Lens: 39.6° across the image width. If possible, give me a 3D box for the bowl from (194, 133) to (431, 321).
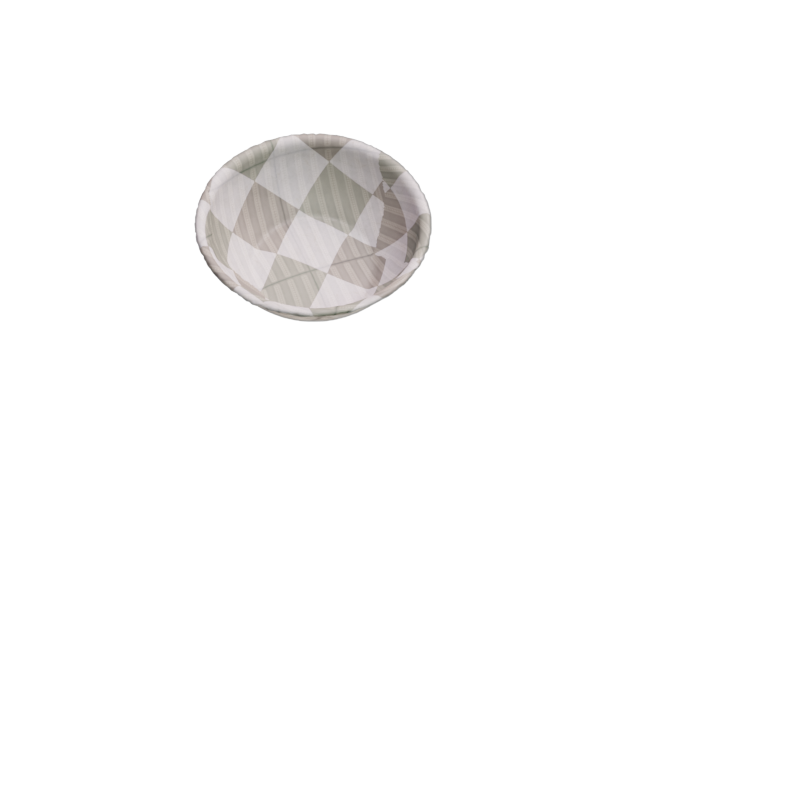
[{"bbox_3d":[-0.061,-0.111,0.777,0.162,0.174,0.051,-1,-35,-1],"label":"bowl"}]
